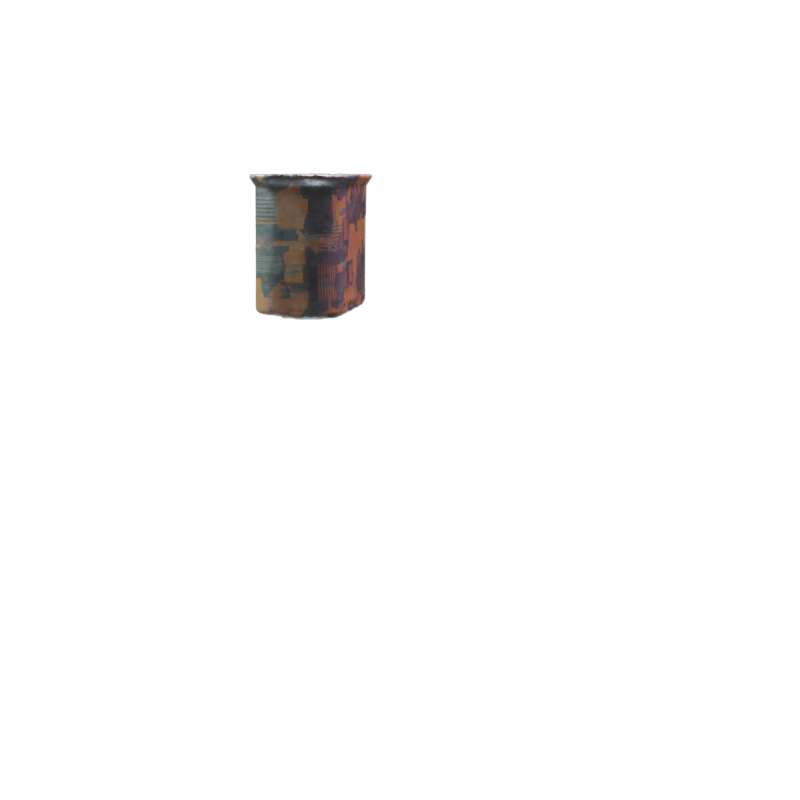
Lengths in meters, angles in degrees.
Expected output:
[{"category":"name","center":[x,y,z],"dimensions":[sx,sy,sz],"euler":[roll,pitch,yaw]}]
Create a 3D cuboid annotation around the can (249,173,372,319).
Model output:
[{"category":"can","center":[-0.053,-0.097,0.681],"dimensions":[0.059,0.083,0.102],"euler":[2,9,13]}]
